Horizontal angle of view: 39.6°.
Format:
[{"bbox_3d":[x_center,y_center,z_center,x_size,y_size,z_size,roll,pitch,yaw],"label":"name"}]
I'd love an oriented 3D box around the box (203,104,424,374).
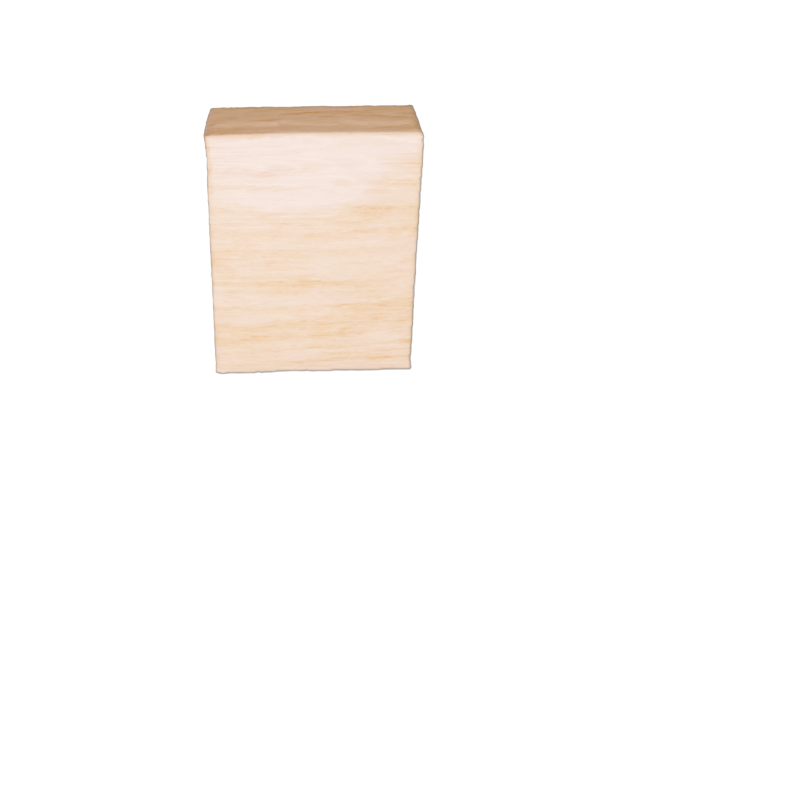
[{"bbox_3d":[-0.070,-0.127,0.889,0.163,0.201,0.077,0,30,-3],"label":"box"}]
